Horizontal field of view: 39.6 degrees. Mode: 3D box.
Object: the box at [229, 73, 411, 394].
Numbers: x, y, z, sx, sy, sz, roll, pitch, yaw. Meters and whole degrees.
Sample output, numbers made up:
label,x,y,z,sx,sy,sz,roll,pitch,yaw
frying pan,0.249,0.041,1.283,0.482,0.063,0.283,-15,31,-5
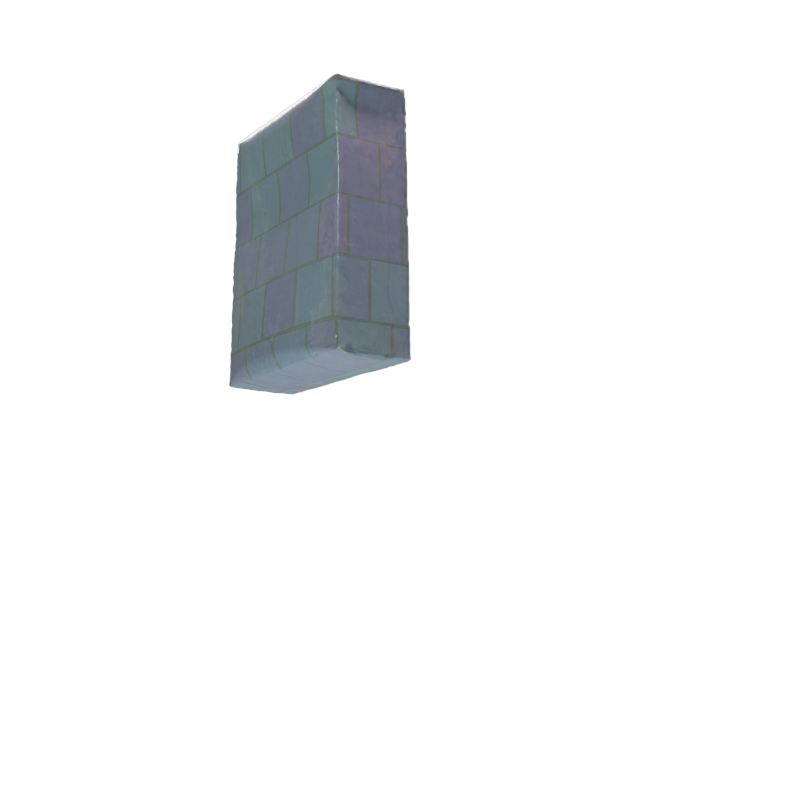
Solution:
label,x,y,z,sx,sy,sz,roll,pitch,yaw
box,-0.068,-0.123,0.862,0.069,0.222,0.166,10,-17,-34
